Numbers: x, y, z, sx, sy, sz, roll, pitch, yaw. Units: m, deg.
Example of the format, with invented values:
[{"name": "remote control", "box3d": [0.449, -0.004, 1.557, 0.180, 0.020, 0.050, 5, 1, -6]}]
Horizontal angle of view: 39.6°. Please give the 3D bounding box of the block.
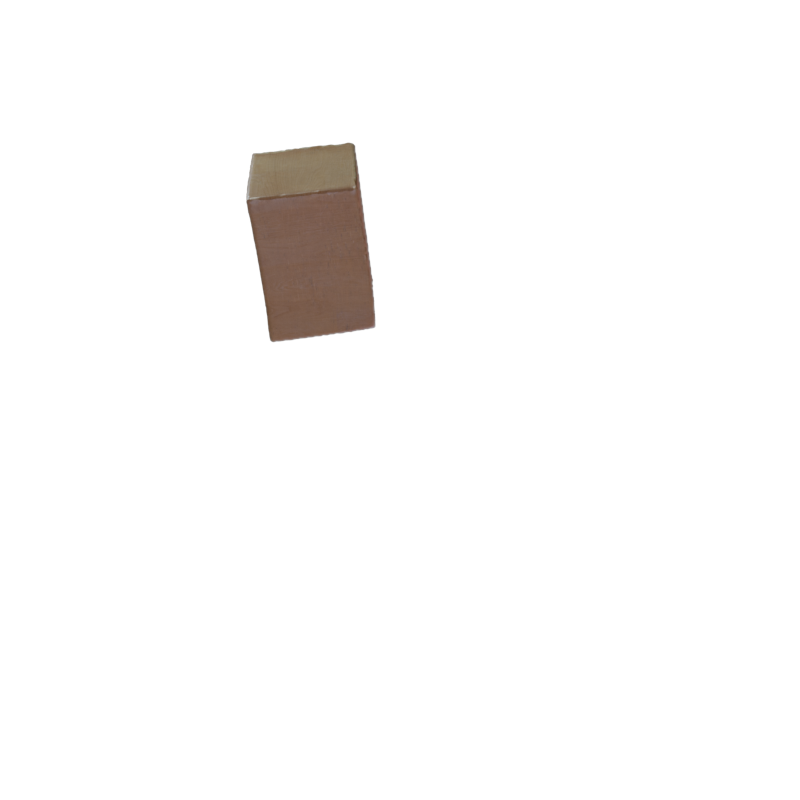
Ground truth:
[{"name": "block", "box3d": [-0.042, -0.076, 0.533, 0.053, 0.073, 0.054, -6, 31, 1]}]
